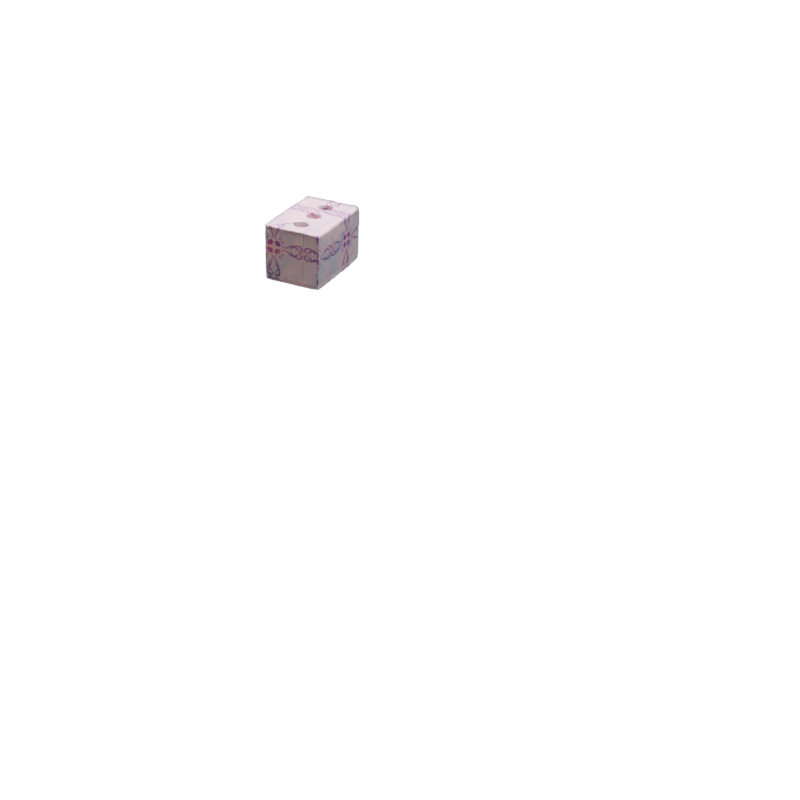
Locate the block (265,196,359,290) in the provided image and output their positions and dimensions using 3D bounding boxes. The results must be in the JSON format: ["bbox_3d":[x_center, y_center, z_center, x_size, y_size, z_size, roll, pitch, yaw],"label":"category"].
[{"bbox_3d":[-0.075,-0.137,0.956,0.055,0.048,0.079,13,31,21],"label":"block"}]
